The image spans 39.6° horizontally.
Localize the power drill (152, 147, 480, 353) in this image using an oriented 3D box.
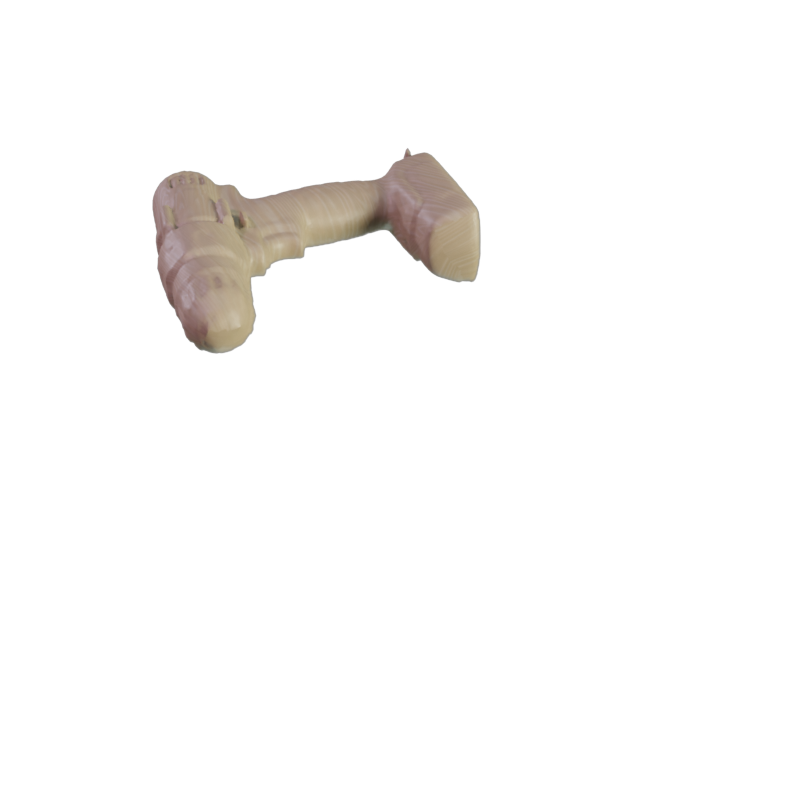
[{"bbox_3d":[-0.052,-0.095,0.662,0.185,0.054,0.199,-8,34,-12],"label":"power drill"}]
